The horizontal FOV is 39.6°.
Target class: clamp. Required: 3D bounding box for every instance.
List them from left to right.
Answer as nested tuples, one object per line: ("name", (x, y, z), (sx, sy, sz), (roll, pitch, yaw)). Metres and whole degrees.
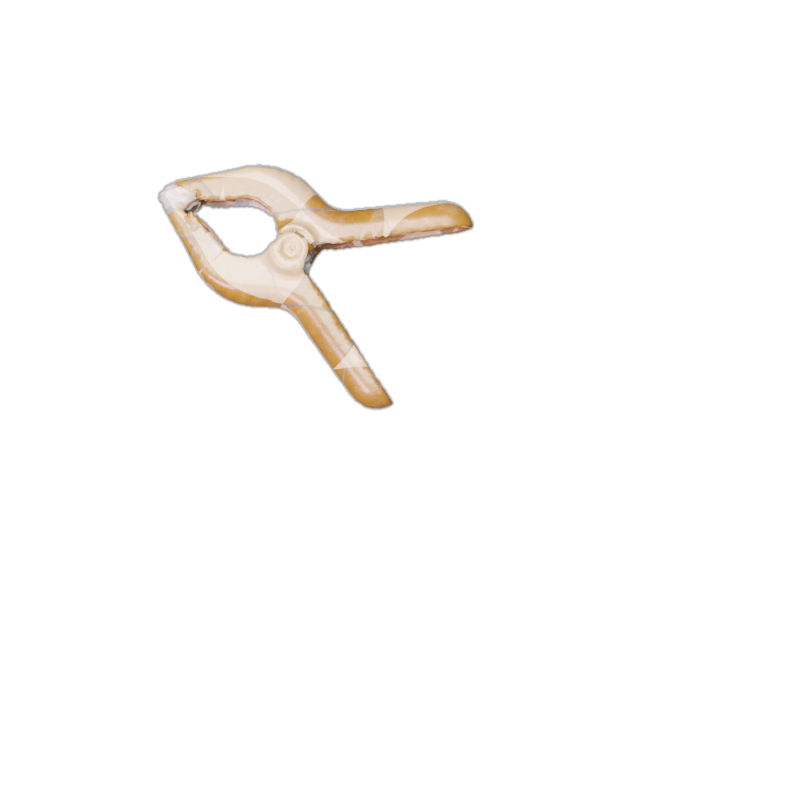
("clamp", (-0.048, -0.088, 0.617), (0.175, 0.122, 0.038), (33, -11, 7))
